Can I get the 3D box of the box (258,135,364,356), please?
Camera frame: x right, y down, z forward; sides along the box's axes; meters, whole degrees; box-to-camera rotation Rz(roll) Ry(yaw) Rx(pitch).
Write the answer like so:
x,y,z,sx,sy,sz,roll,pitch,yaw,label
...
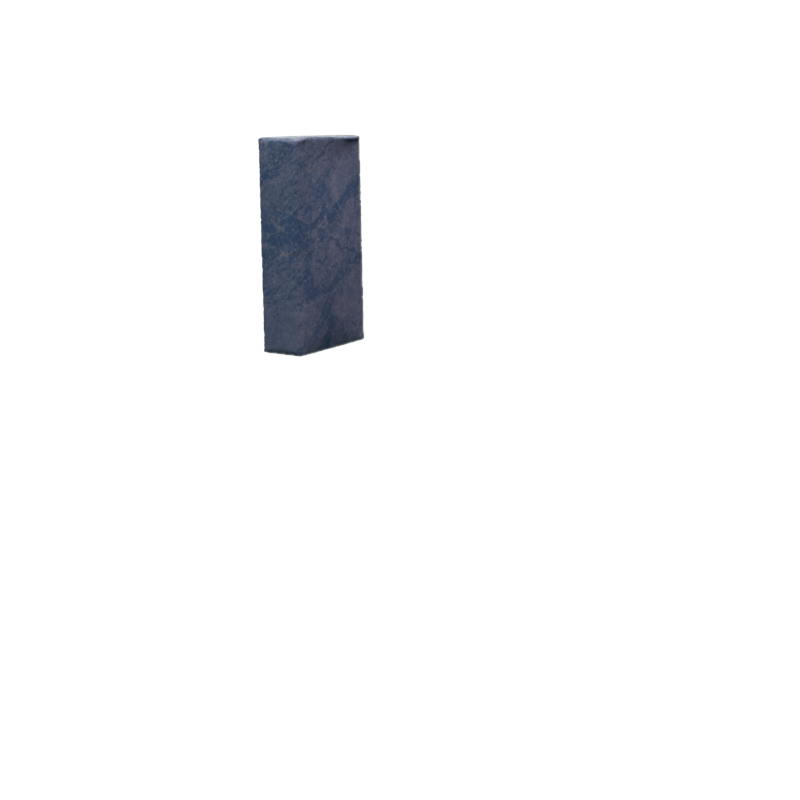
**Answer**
x,y,z,sx,sy,sz,roll,pitch,yaw,label
-0.072,-0.132,0.922,0.050,0.173,0.091,6,11,34,box
